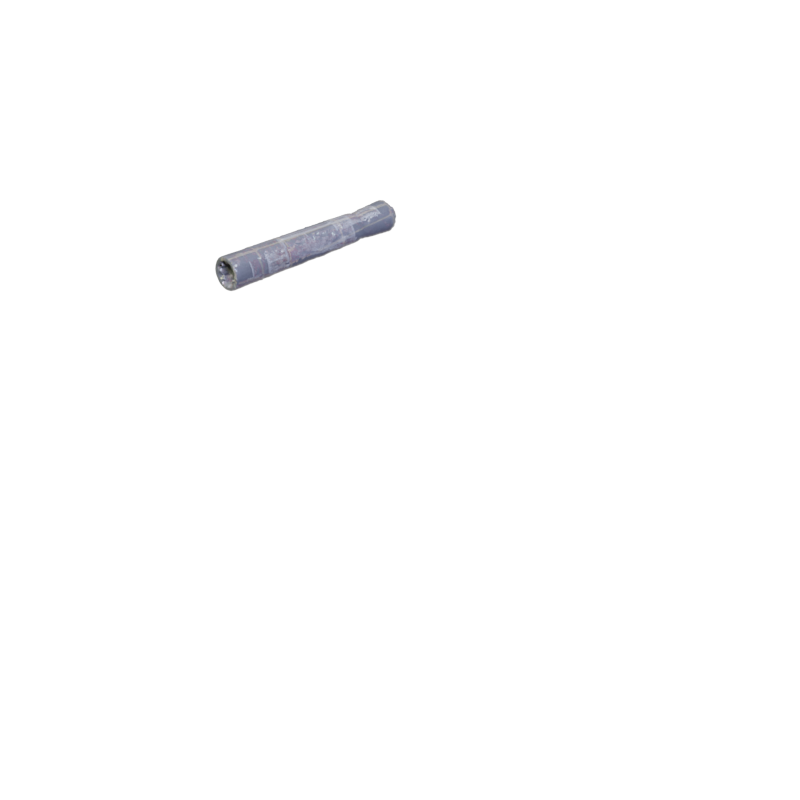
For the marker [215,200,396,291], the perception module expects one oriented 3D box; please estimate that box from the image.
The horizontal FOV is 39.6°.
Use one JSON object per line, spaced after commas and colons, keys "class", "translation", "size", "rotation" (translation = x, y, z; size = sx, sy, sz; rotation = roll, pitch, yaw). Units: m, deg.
{"class": "marker", "translation": [-0.047, -0.086, 0.604], "size": [0.120, 0.019, 0.021], "rotation": [-27, 21, -38]}
